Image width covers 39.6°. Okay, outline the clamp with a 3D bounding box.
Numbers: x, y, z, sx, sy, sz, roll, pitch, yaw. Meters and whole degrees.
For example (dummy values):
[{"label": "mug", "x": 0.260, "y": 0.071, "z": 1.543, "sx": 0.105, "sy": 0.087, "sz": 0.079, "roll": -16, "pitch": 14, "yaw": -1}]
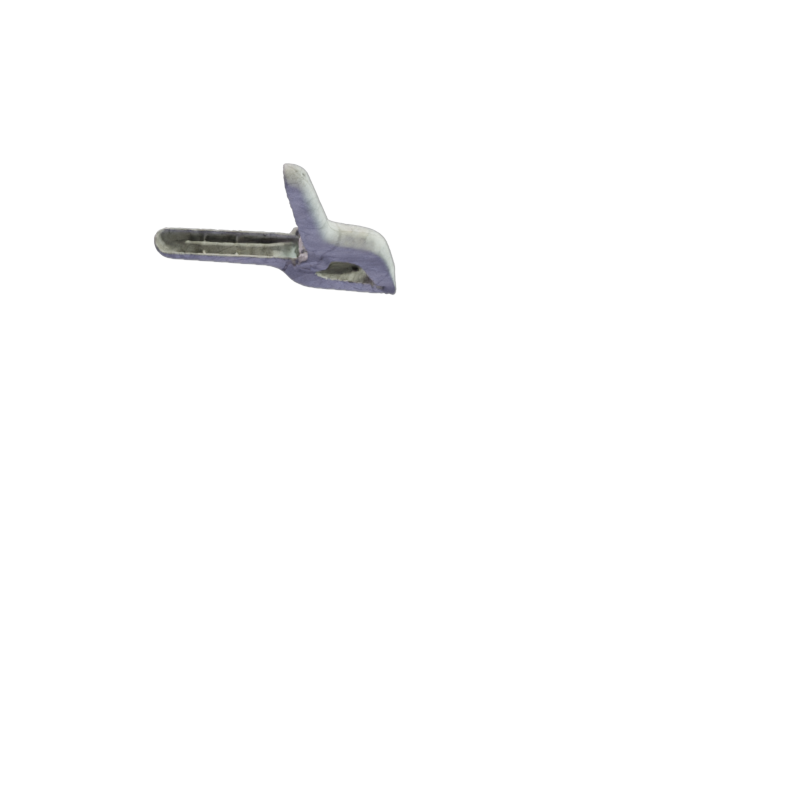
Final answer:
[{"label": "clamp", "x": -0.070, "y": -0.128, "z": 0.900, "sx": 0.199, "sy": 0.038, "sz": 0.165, "roll": 14, "pitch": -23, "yaw": -37}]
